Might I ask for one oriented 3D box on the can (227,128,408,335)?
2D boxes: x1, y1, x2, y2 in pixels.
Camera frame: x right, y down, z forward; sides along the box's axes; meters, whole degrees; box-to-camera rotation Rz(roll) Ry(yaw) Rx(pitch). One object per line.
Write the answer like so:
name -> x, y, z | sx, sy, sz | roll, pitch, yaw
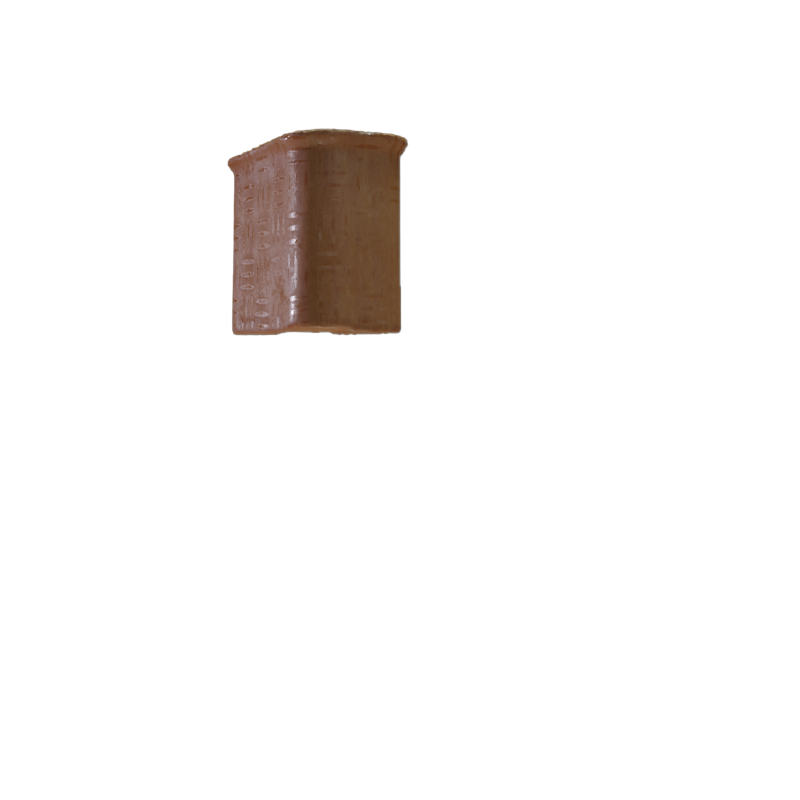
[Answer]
can -> -0.039, -0.072, 0.501 | 0.056, 0.085, 0.105 | 1, -1, -28
